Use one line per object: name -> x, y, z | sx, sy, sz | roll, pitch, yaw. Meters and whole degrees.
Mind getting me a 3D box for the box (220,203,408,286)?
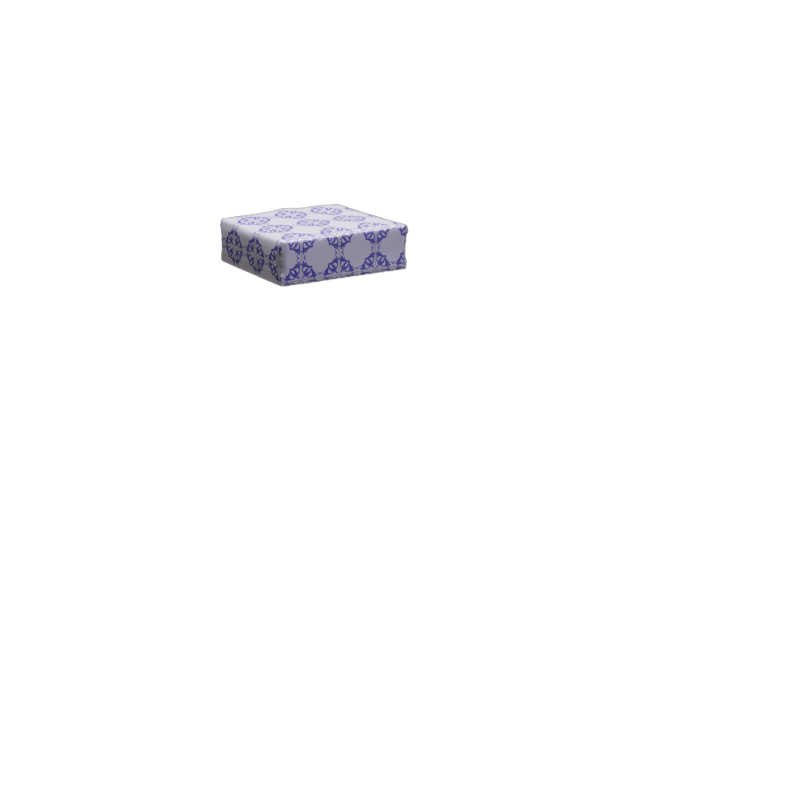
box -> -0.051, -0.094, 0.659 | 0.087, 0.029, 0.078 | -13, 24, -32
